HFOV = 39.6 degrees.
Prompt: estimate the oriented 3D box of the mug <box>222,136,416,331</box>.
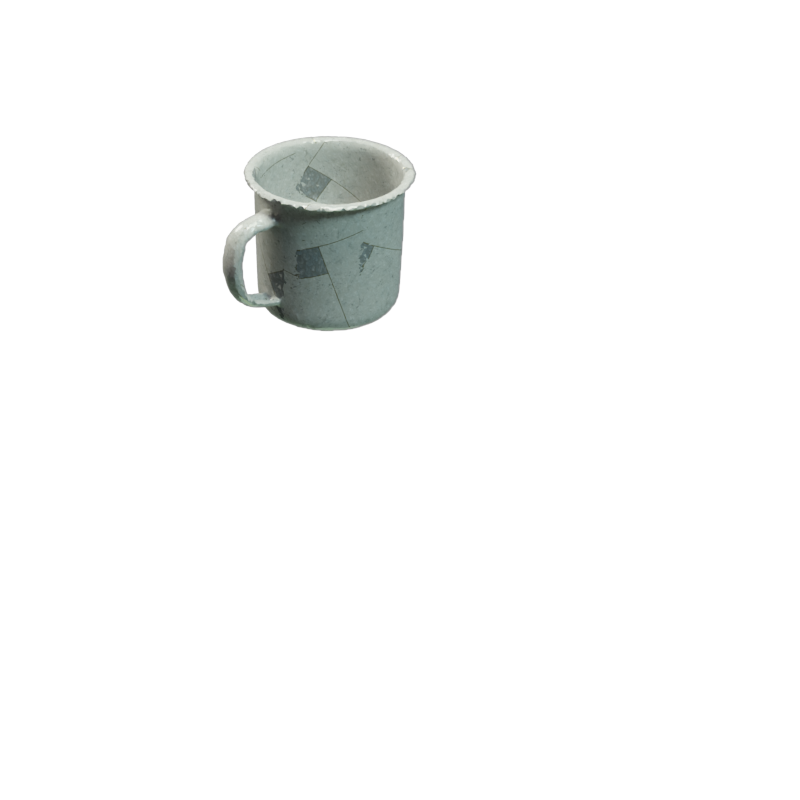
[{"bbox_3d":[-0.048,-0.087,0.613,0.099,0.077,0.117,29,43,36],"label":"mug"}]
